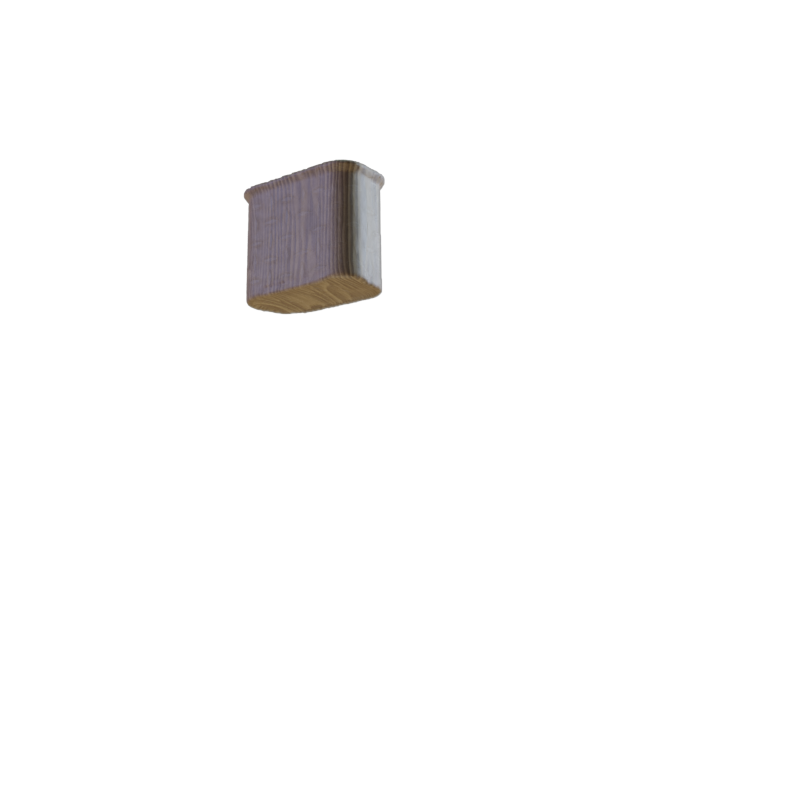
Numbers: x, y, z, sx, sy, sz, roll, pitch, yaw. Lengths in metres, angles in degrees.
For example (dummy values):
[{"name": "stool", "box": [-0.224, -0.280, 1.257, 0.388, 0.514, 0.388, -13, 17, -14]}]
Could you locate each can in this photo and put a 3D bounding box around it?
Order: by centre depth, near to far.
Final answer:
[{"name": "can", "box": [-0.060, -0.110, 0.771, 0.104, 0.087, 0.054, -12, -20, 34]}]
